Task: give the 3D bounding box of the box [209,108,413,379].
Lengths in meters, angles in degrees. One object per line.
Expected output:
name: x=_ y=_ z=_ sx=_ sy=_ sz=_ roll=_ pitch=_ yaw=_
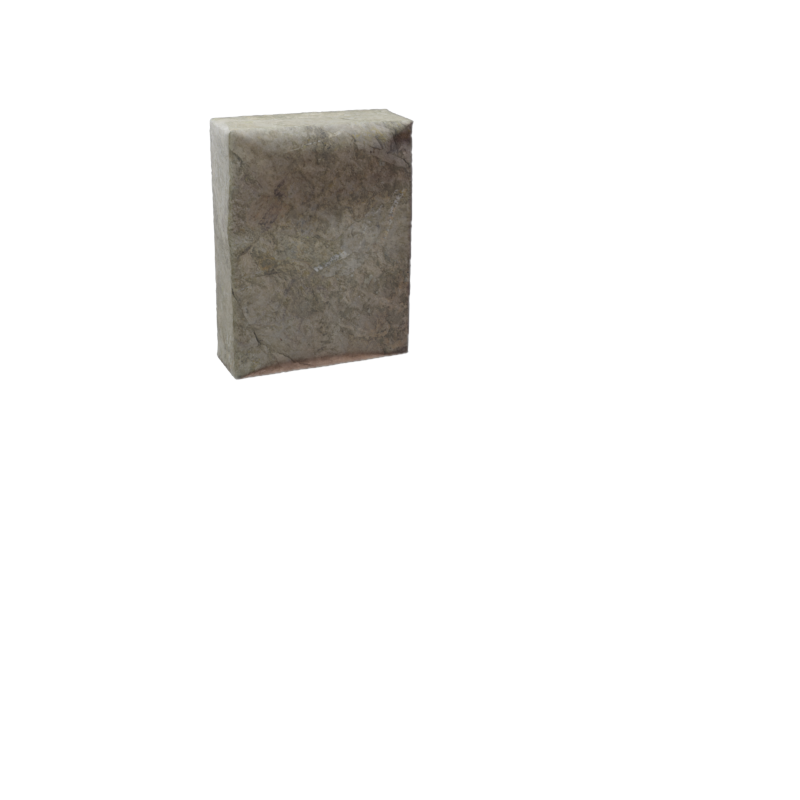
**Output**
box: x=-0.074 y=-0.136 z=0.950 sx=0.161 sy=0.206 sz=0.076 roll=-6 pitch=19 yaw=-21
